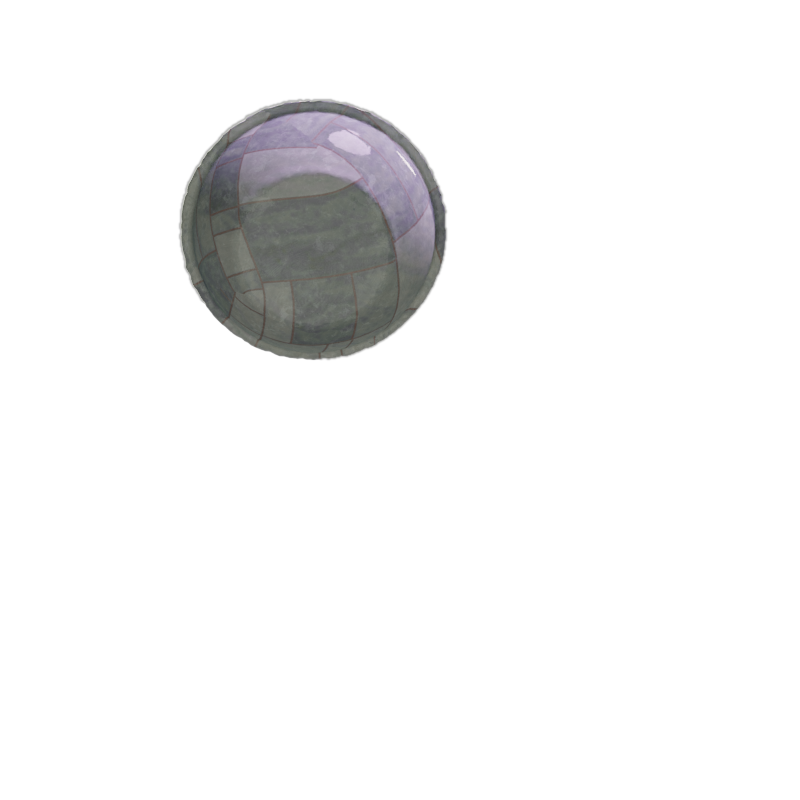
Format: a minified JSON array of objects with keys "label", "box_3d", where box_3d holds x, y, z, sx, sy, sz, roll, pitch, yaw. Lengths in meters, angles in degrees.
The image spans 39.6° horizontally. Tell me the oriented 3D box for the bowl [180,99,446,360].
[{"label":"bowl","box_3d":[-0.051,-0.093,0.649,0.162,0.157,0.057,0,14,-1]}]
